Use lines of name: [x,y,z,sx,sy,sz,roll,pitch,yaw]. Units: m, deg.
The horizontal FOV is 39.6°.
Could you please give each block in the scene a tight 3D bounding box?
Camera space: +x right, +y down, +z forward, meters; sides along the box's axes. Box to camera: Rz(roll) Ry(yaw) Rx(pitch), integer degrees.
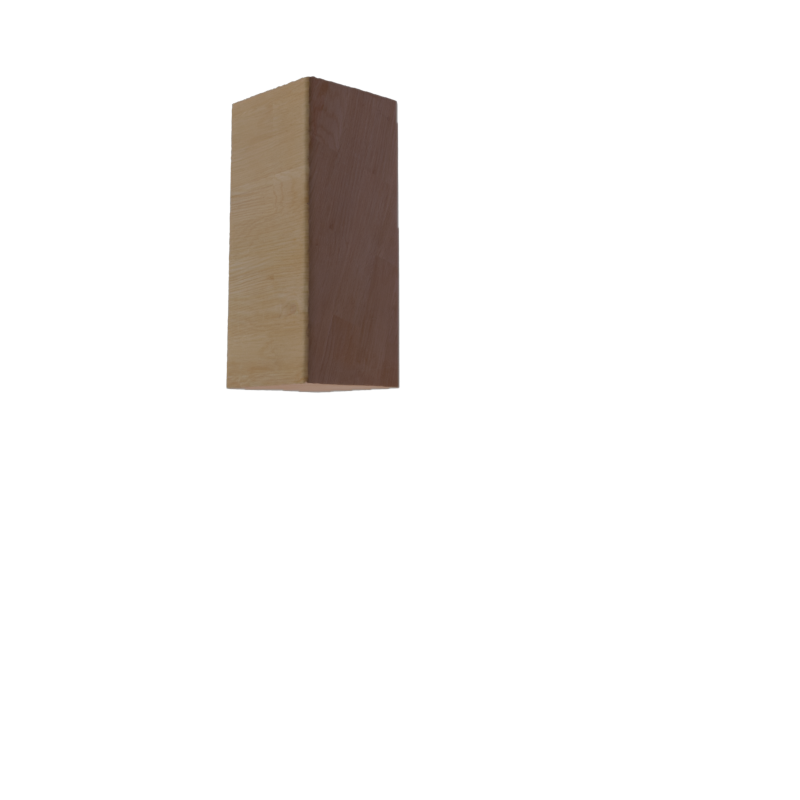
block: [-0.061,-0.112,0.784,0.086,0.211,0.093,8,-12,-43]
